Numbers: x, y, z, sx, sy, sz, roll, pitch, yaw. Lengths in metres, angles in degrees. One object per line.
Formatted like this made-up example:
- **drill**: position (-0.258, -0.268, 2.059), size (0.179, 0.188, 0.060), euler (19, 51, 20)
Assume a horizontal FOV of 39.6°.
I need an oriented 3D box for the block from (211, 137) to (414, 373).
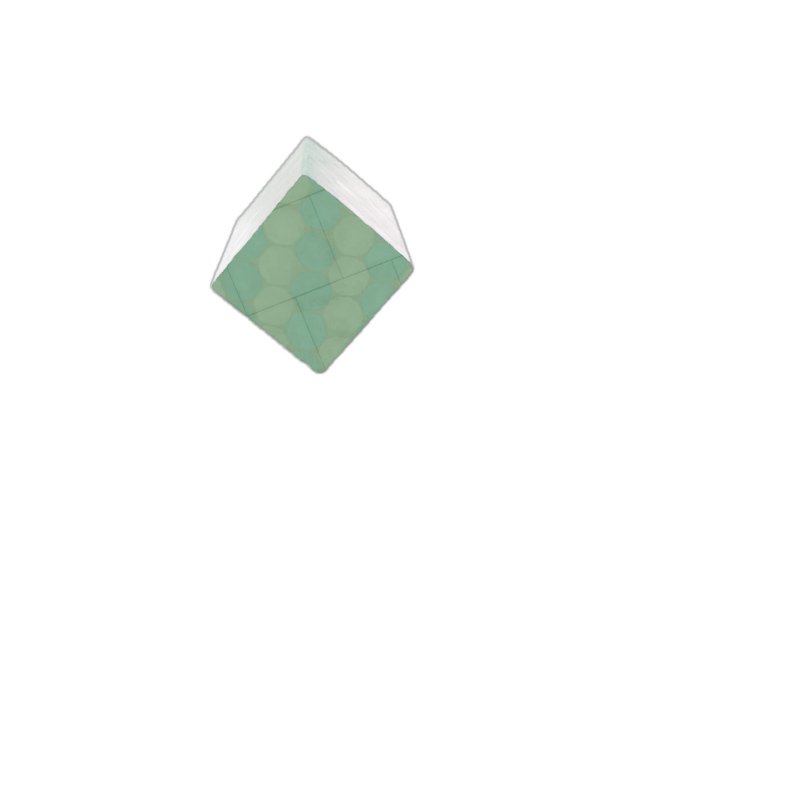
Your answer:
- **block**: position (-0.058, -0.108, 0.755), size (0.088, 0.090, 0.214), euler (39, 11, -14)
